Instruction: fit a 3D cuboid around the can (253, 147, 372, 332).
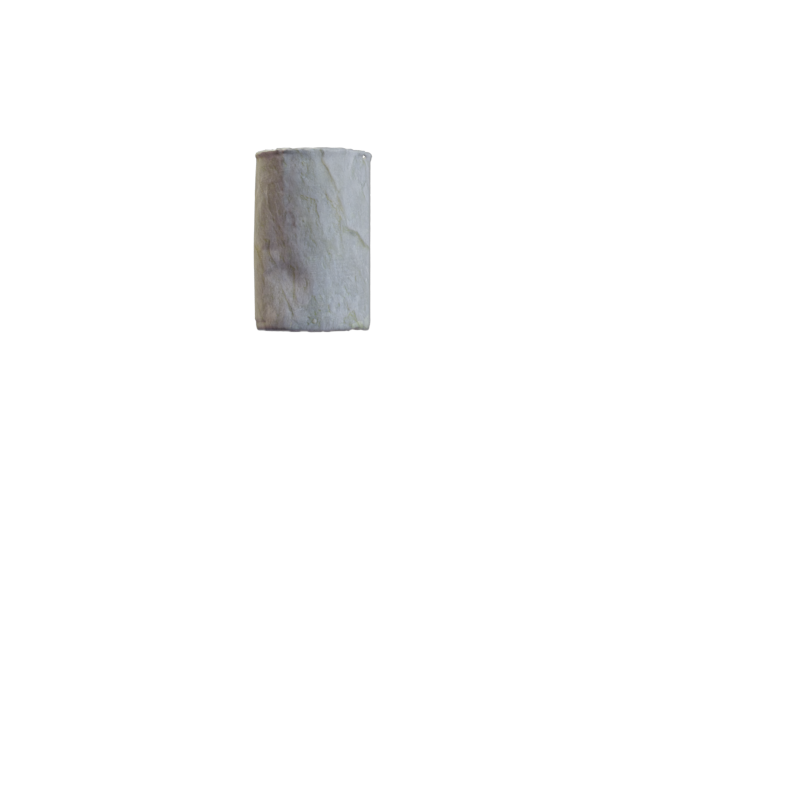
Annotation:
[{"bbox_3d":[-0.050,-0.091,0.640,0.068,0.103,0.068,0,0,-2],"label":"can"}]
